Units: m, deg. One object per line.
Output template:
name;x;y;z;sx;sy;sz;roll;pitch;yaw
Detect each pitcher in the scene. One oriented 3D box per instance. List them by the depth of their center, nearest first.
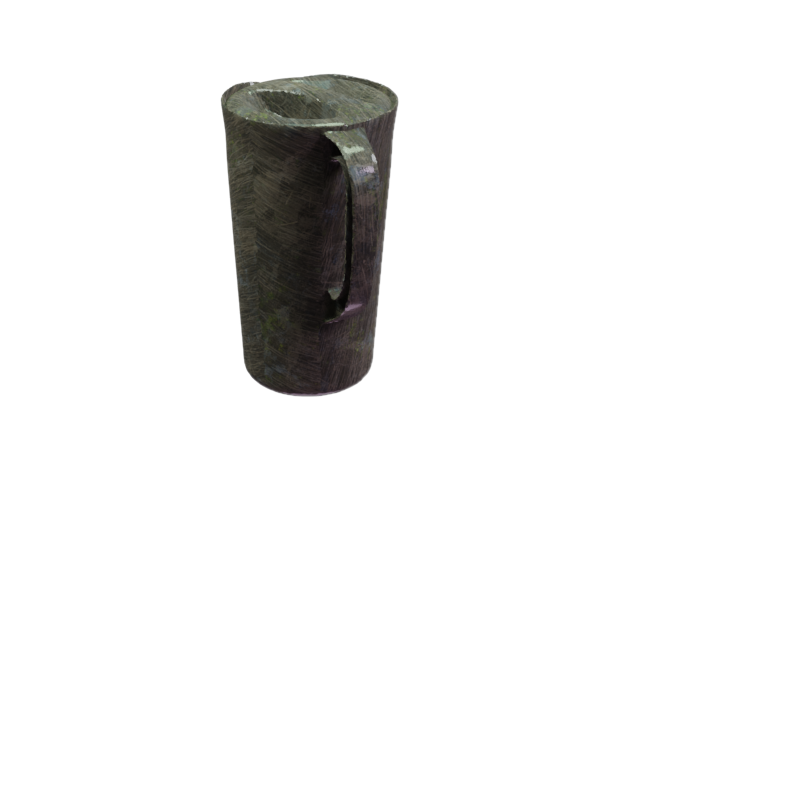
pitcher;-0.068;-0.124;0.868;0.149;0.230;0.153;10;29;16
